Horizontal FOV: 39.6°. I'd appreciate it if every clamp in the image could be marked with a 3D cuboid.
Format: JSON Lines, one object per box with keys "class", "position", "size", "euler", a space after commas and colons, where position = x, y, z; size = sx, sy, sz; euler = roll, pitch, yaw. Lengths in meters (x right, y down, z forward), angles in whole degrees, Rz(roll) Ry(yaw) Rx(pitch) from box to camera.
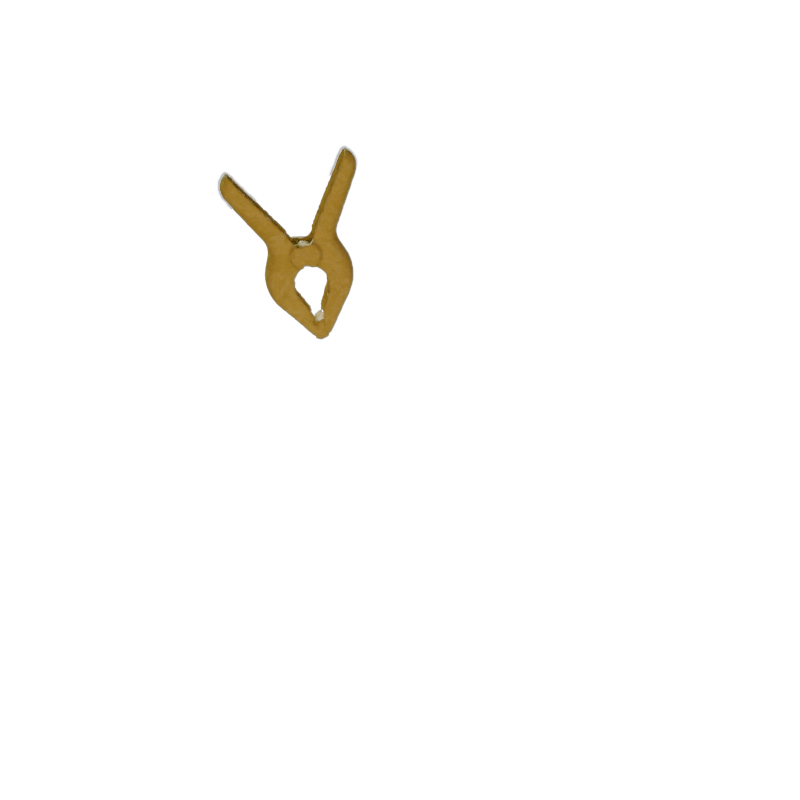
{"class": "clamp", "position": [-0.077, -0.141, 0.985], "size": [0.120, 0.163, 0.041], "euler": [-18, 22, 7]}
